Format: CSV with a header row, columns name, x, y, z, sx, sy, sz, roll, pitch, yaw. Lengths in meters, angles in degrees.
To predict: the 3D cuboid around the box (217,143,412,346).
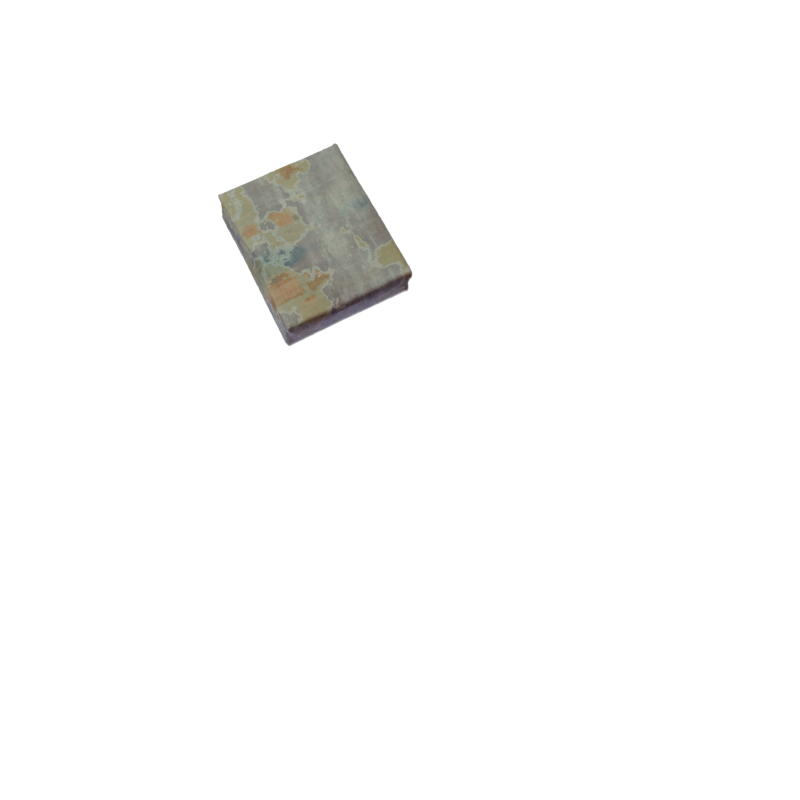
name,x,y,z,sx,sy,sz,roll,pitch,yaw
box,-0.047,-0.085,0.595,0.073,0.094,0.029,-25,-20,-10
